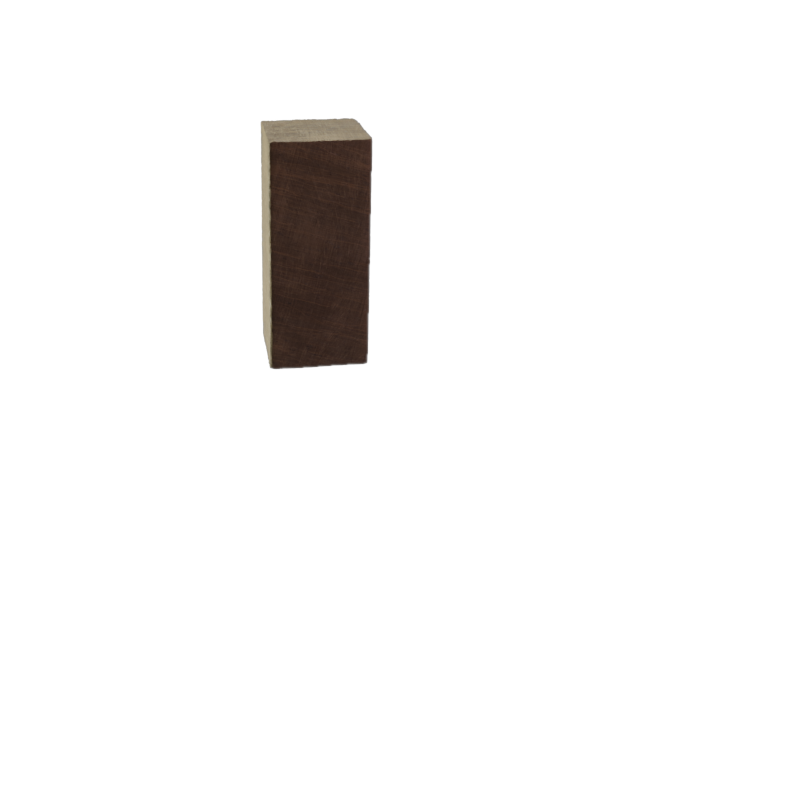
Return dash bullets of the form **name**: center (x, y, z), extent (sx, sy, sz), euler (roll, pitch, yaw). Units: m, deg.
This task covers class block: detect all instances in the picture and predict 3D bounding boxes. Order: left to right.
- **block**: center (-0.077, -0.142, 0.995), extent (0.089, 0.198, 0.096), euler (-2, 19, -10)
